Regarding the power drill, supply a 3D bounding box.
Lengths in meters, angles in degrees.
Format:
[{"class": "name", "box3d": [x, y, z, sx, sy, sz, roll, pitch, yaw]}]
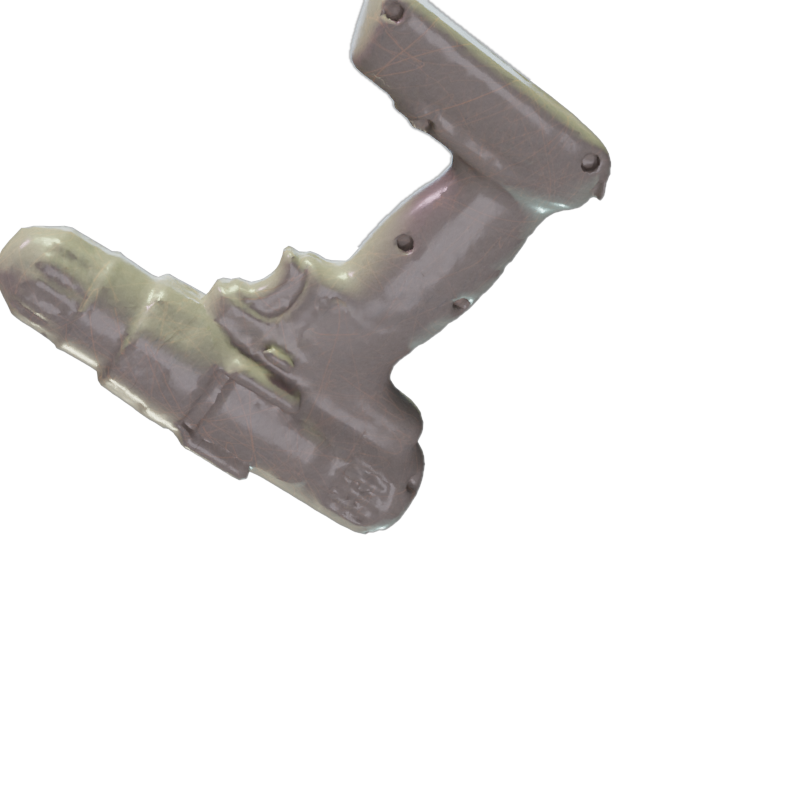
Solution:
[{"class": "power drill", "box3d": [-0.032, -0.058, 0.409, 0.179, 0.184, 0.060, 34, 19, -14]}]
